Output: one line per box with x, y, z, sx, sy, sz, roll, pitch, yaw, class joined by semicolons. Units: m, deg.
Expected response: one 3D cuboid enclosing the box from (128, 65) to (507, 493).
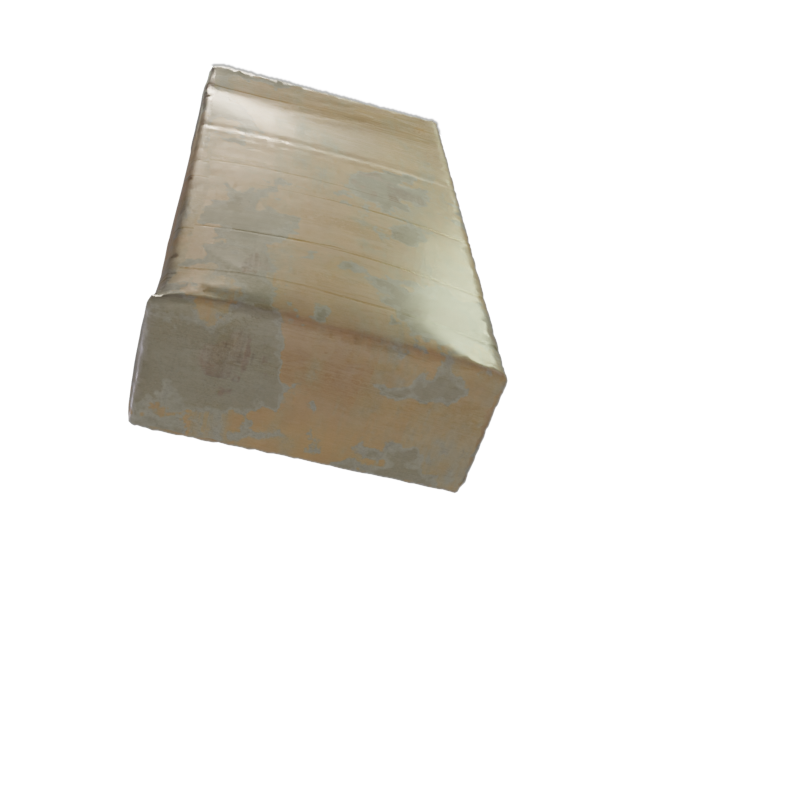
-0.028;-0.051;0.357;0.092;0.046;0.187;12;30;-10;box
